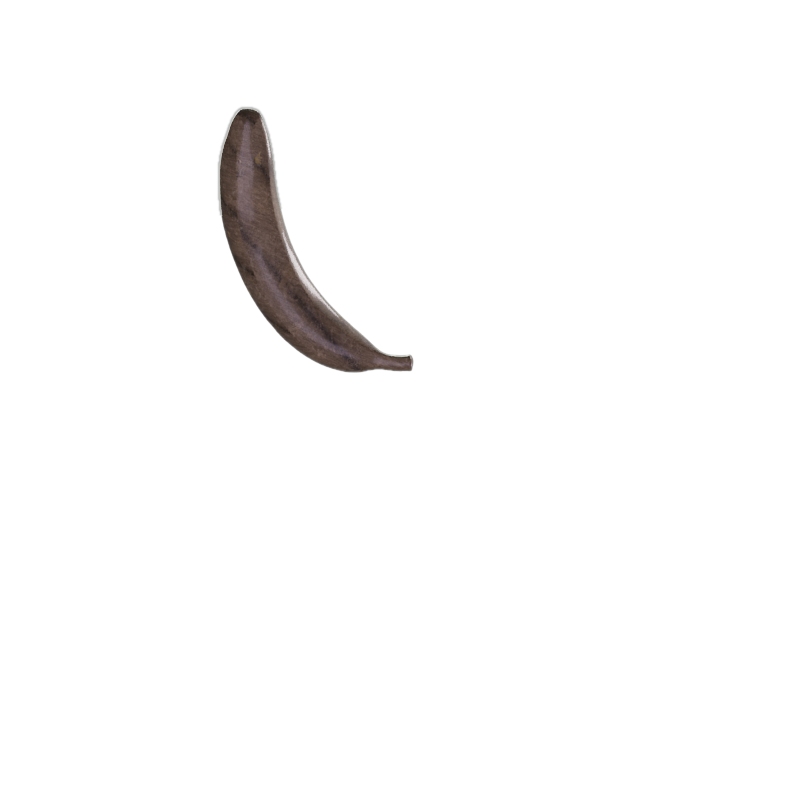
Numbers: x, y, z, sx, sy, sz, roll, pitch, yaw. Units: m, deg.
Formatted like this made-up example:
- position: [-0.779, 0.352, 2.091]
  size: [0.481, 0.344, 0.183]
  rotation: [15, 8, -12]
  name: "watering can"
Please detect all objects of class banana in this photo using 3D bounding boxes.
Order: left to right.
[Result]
- position: [-0.068, -0.087, 0.697]
  size: [0.069, 0.189, 0.038]
  rotation: [-30, 17, 10]
  name: "banana"
